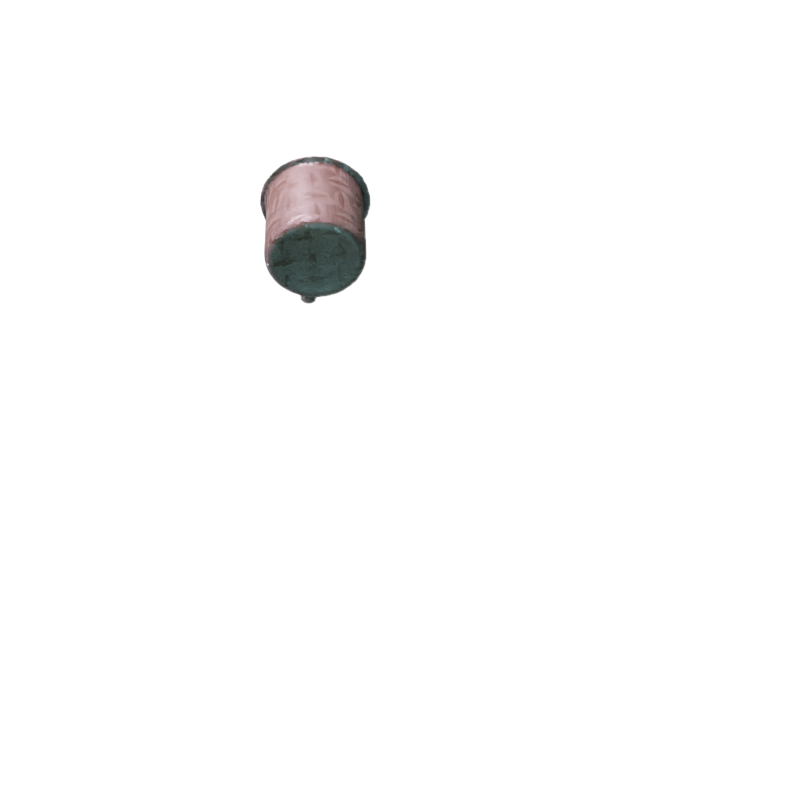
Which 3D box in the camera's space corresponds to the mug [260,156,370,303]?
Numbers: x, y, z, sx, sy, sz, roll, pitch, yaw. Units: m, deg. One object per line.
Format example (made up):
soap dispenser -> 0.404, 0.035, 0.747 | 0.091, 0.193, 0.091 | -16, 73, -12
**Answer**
mug -> -0.072, -0.131, 0.914 | 0.092, 0.110, 0.087 | 7, 42, -8
